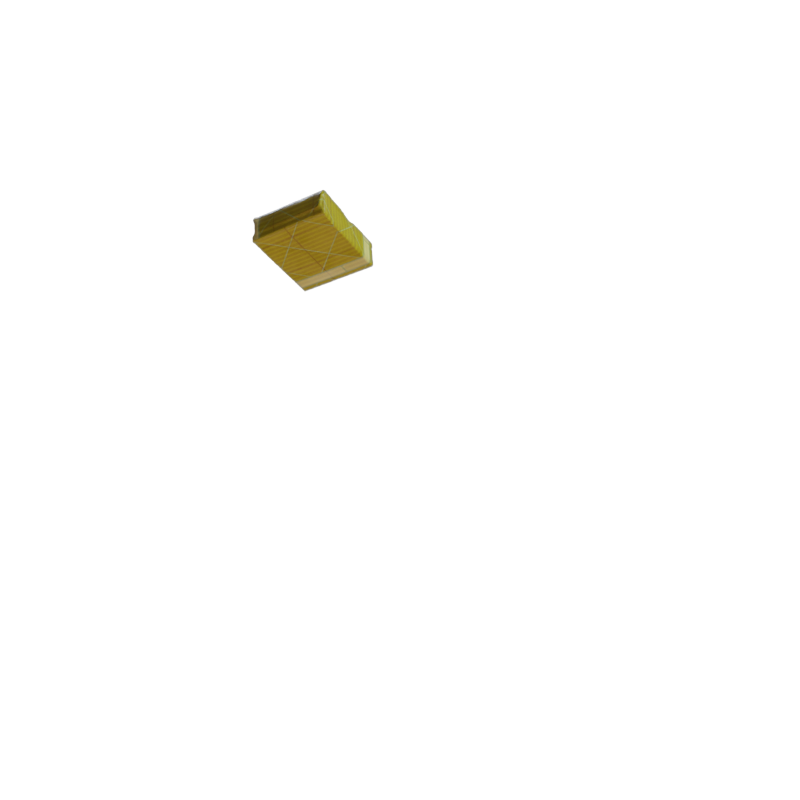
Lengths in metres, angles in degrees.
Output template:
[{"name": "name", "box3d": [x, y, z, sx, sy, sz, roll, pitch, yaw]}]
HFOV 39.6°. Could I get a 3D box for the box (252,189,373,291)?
[{"name": "box", "box3d": [-0.077, -0.140, 0.980, 0.074, 0.032, 0.082, -19, -39, 24]}]
